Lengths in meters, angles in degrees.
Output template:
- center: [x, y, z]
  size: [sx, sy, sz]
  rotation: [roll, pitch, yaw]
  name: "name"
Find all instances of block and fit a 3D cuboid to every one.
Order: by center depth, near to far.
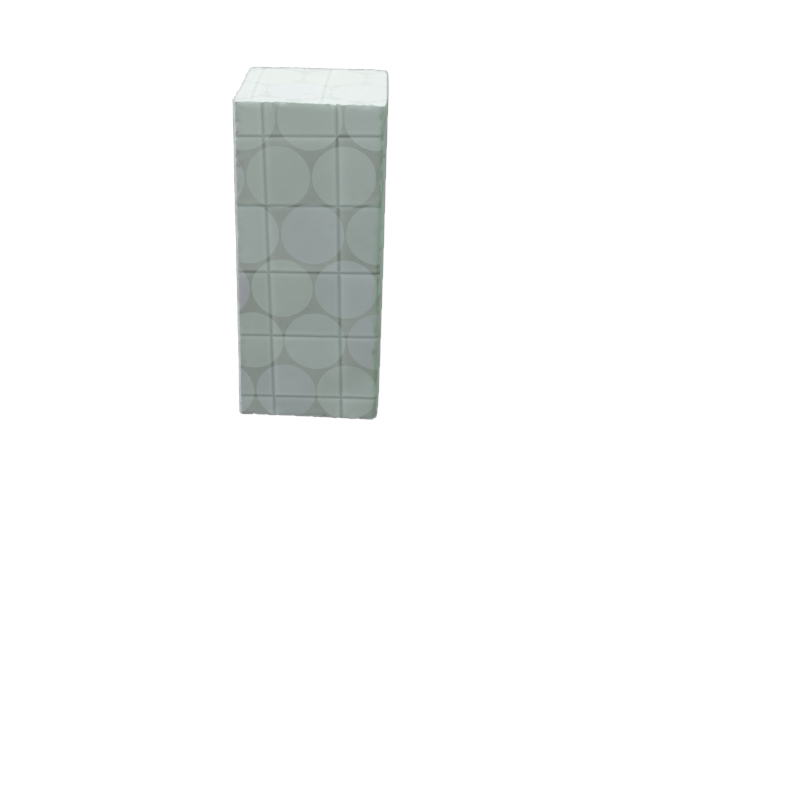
- center: [-0.055, -0.102, 0.709]
  size: [0.091, 0.196, 0.095]
  rotation: [2, 24, 1]
  name: "block"
